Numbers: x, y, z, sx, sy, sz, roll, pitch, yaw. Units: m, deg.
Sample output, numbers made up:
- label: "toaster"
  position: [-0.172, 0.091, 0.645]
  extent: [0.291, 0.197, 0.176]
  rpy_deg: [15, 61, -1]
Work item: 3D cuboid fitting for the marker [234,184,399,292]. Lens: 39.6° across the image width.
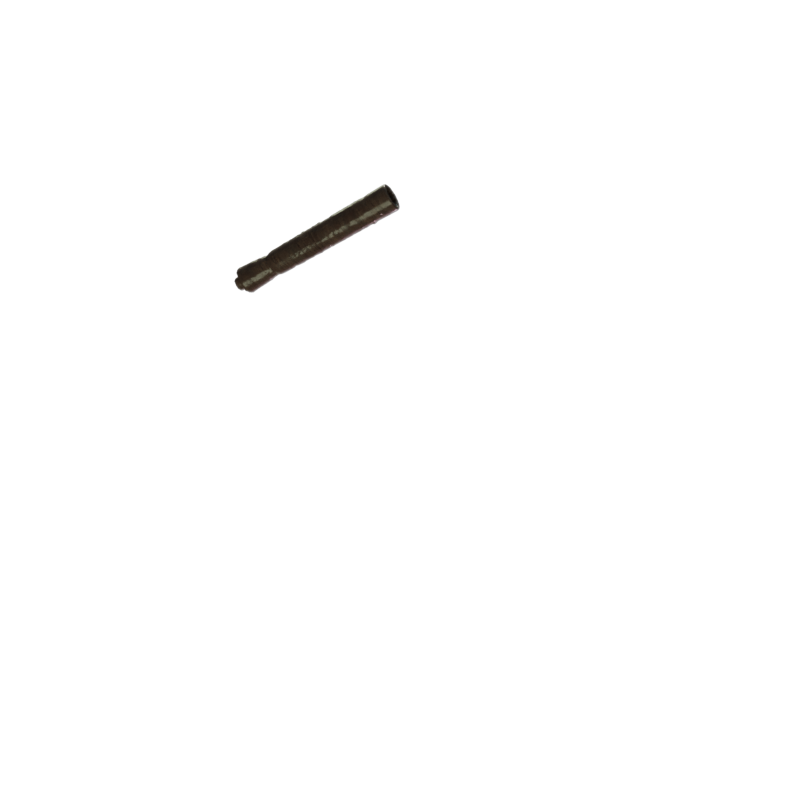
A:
- label: "marker"
  position: [-0.056, -0.102, 0.716]
  extent: [0.121, 0.020, 0.019]
  rpy_deg: [-27, -5, 18]
